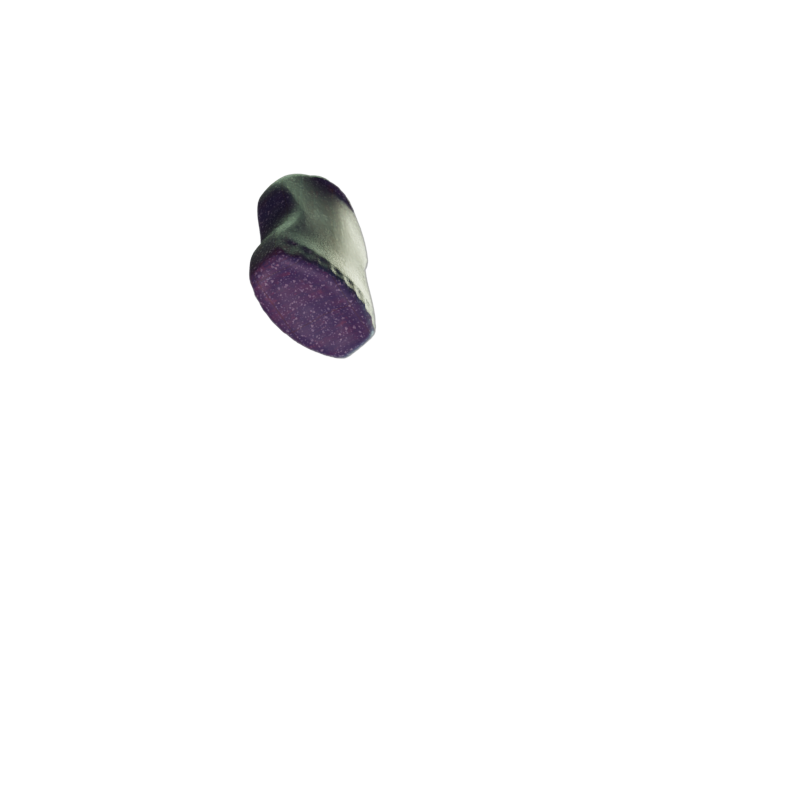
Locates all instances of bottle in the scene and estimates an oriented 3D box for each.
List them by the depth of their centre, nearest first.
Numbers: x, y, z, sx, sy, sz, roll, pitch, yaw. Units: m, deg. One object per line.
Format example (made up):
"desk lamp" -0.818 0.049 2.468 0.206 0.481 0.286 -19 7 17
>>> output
"bottle" -0.065 -0.117 0.822 0.091 0.058 0.204 37 25 -25
